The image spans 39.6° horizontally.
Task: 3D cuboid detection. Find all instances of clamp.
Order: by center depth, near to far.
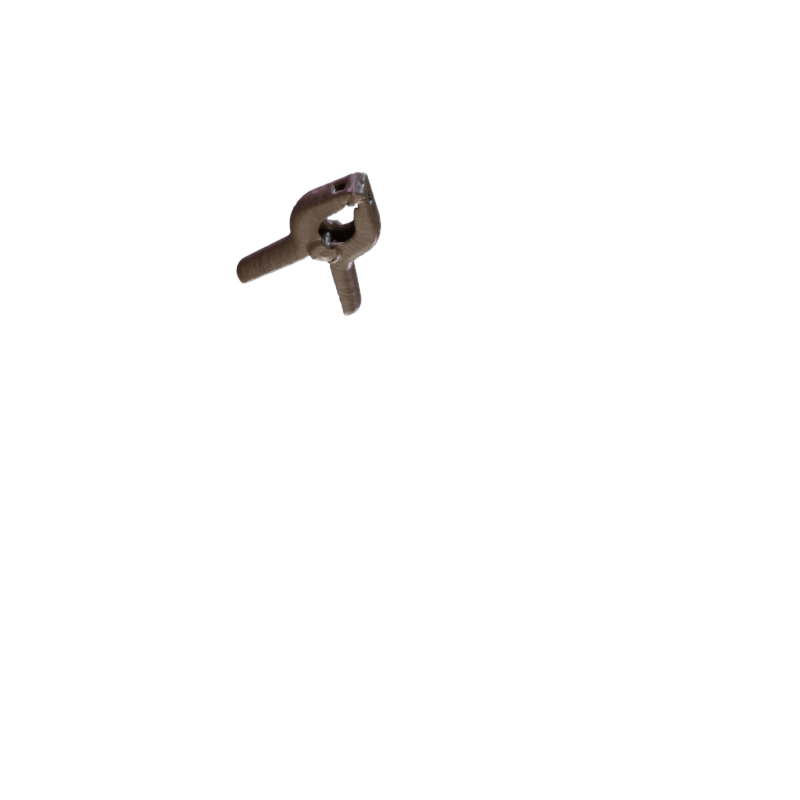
[{"bbox_3d":[-0.077,-0.140,0.979,0.118,0.042,0.162,9,-39,-11],"label":"clamp"}]
